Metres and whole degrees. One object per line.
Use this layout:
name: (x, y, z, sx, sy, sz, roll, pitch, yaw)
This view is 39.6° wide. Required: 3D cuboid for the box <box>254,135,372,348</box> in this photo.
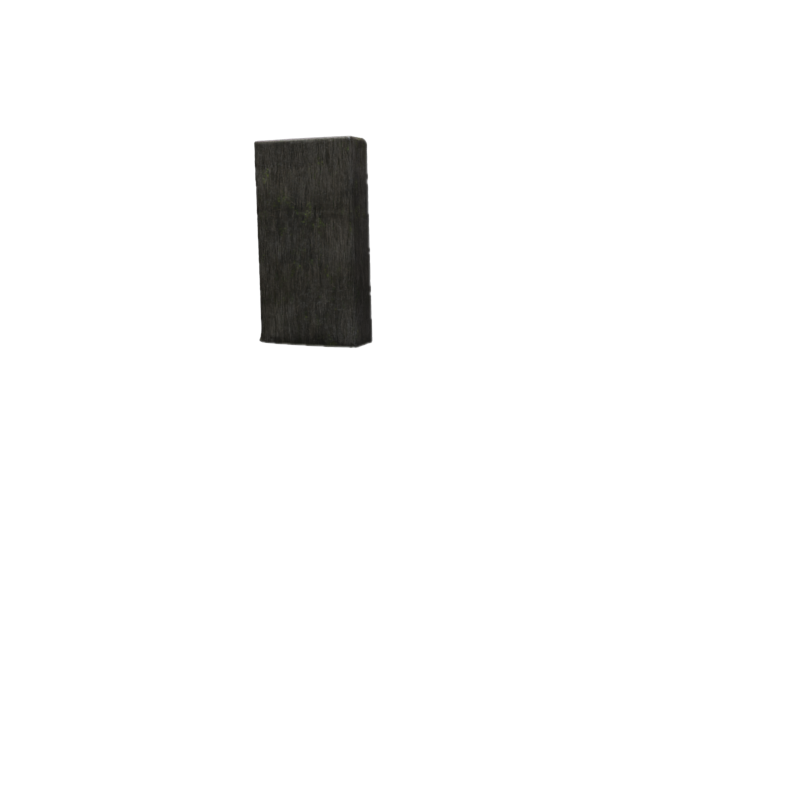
box: (-0.074, -0.135, 0.948, 0.096, 0.176, 0.047, 1, 1, 23)
